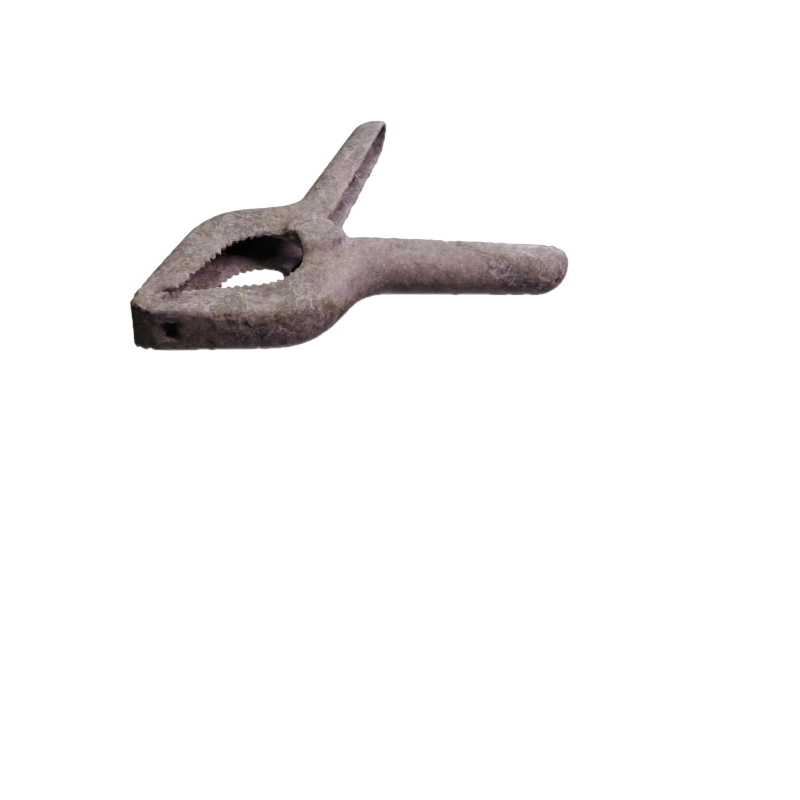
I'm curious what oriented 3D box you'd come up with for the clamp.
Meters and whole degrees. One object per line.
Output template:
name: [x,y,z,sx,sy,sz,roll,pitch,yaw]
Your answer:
clamp: [-0.045,-0.081,0.570,0.208,0.034,0.178,-20,45,-21]
